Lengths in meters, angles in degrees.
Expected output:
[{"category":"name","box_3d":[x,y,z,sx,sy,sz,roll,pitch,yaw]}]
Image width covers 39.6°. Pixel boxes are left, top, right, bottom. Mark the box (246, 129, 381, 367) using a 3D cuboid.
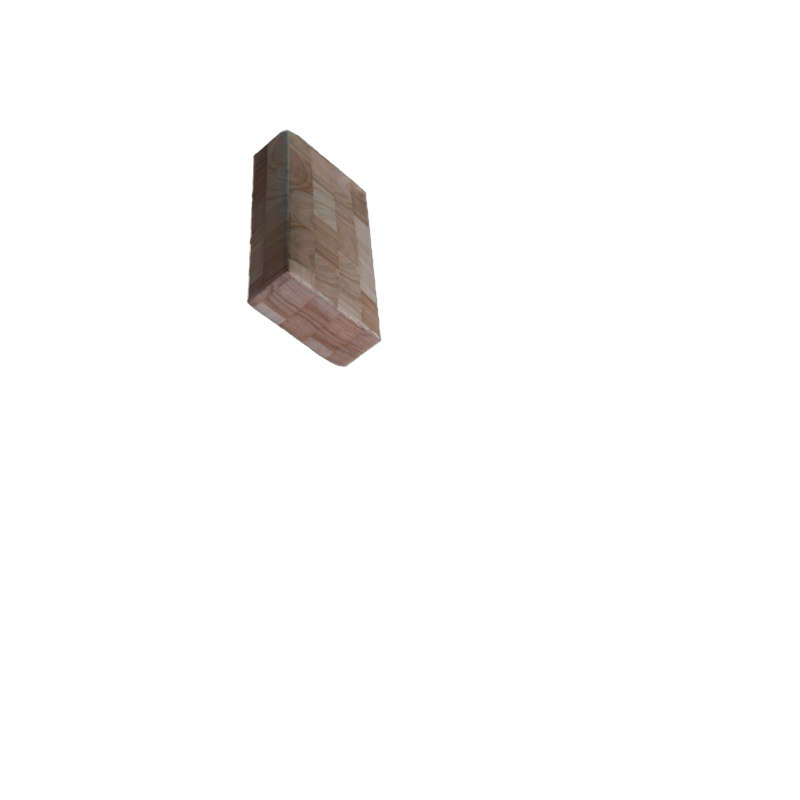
[{"category":"box","box_3d":[-0.063,-0.115,0.805,0.048,0.189,0.088,-36,-54,27]}]
